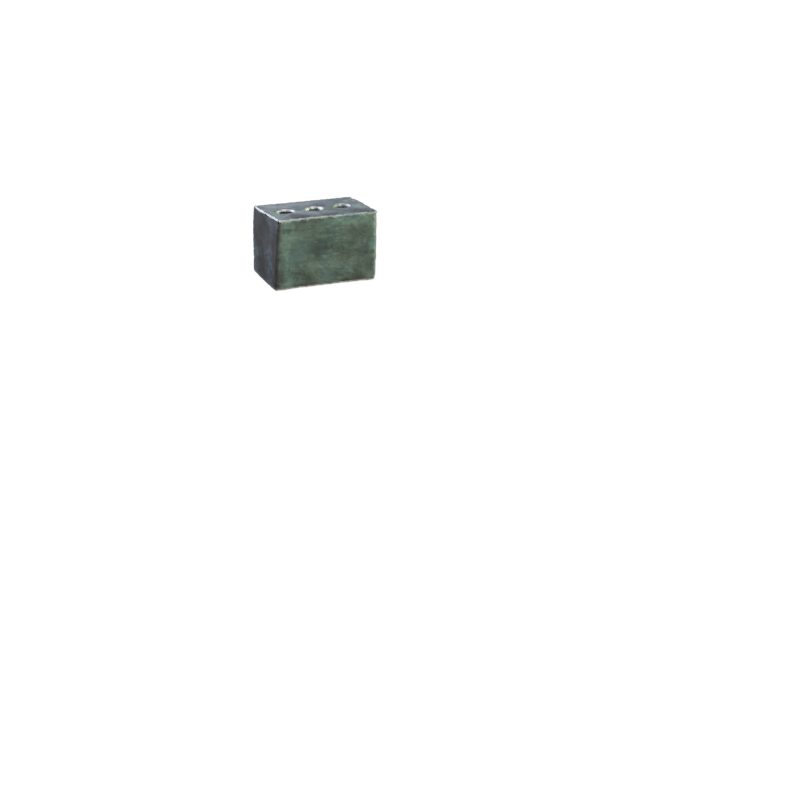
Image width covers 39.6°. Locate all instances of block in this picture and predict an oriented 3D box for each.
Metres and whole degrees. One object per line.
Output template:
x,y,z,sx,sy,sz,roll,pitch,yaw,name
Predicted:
-0.063,-0.114,0.799,0.076,0.049,0.056,-9,22,-23,block
